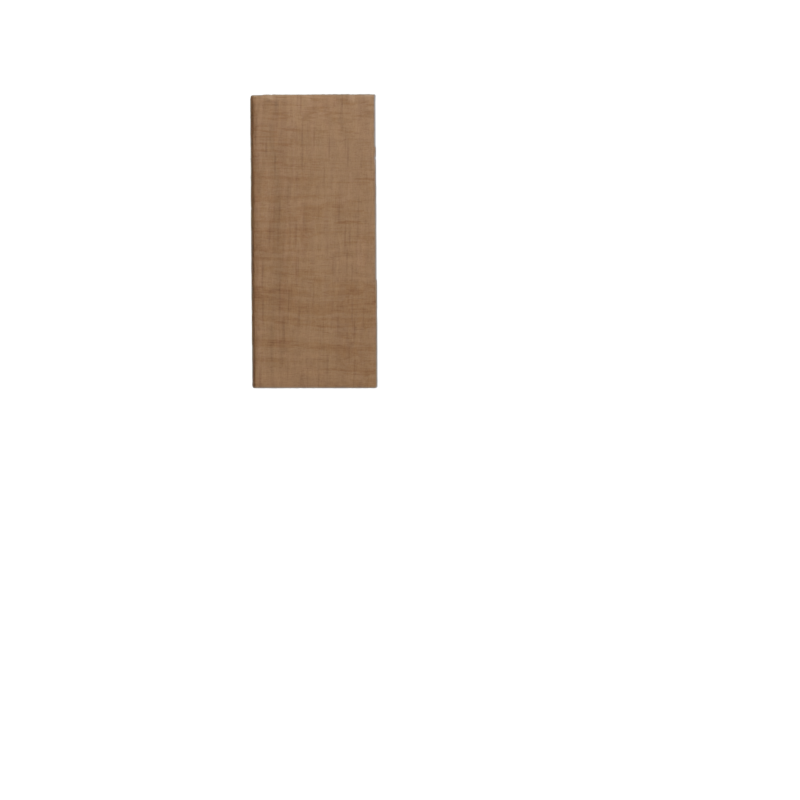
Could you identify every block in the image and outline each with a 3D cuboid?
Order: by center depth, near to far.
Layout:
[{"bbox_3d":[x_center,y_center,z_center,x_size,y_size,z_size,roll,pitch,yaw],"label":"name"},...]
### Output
[{"bbox_3d":[-0.064,-0.117,0.817,0.090,0.206,0.090,0,0,-3],"label":"block"}]
